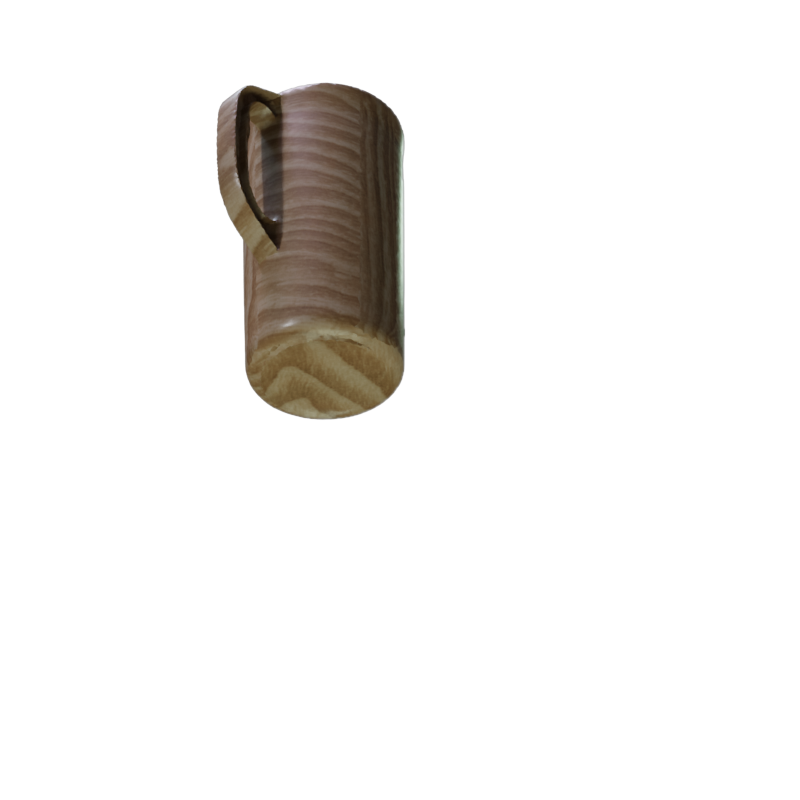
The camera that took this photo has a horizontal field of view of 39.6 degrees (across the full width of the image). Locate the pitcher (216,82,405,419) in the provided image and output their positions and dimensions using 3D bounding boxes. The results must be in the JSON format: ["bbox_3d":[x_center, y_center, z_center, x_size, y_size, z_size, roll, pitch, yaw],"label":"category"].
[{"bbox_3d":[-0.064,-0.117,0.818,0.148,0.261,0.136,2,-40,-5],"label":"pitcher"}]
